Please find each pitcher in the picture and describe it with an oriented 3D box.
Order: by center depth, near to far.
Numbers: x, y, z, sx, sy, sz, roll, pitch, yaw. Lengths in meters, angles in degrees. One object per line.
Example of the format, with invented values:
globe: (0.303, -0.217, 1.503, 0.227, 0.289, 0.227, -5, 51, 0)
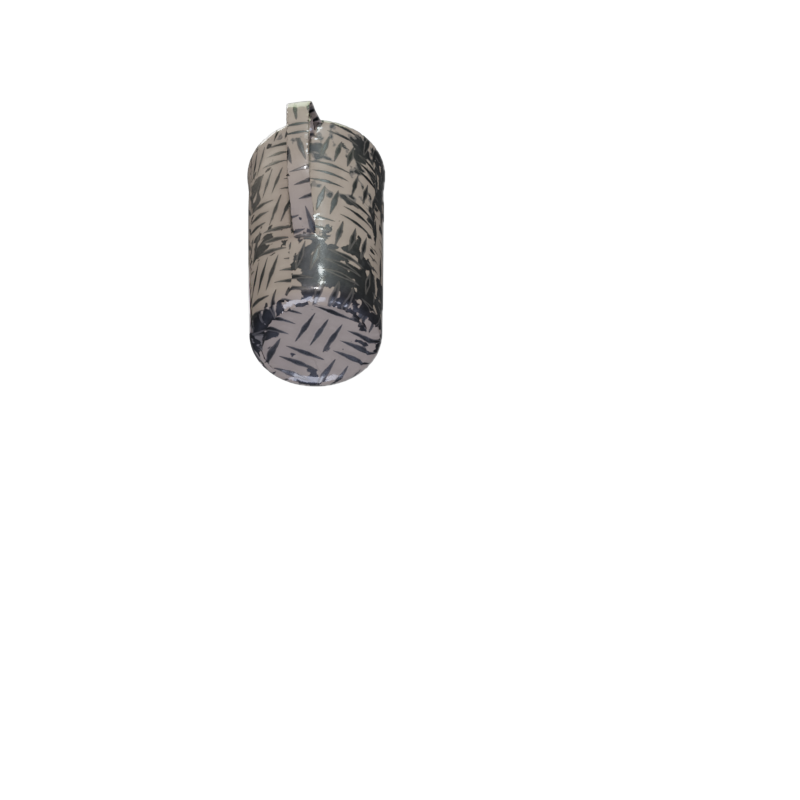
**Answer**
pitcher: (-0.076, -0.139, 0.976, 0.142, 0.261, 0.142, 30, -56, -27)
